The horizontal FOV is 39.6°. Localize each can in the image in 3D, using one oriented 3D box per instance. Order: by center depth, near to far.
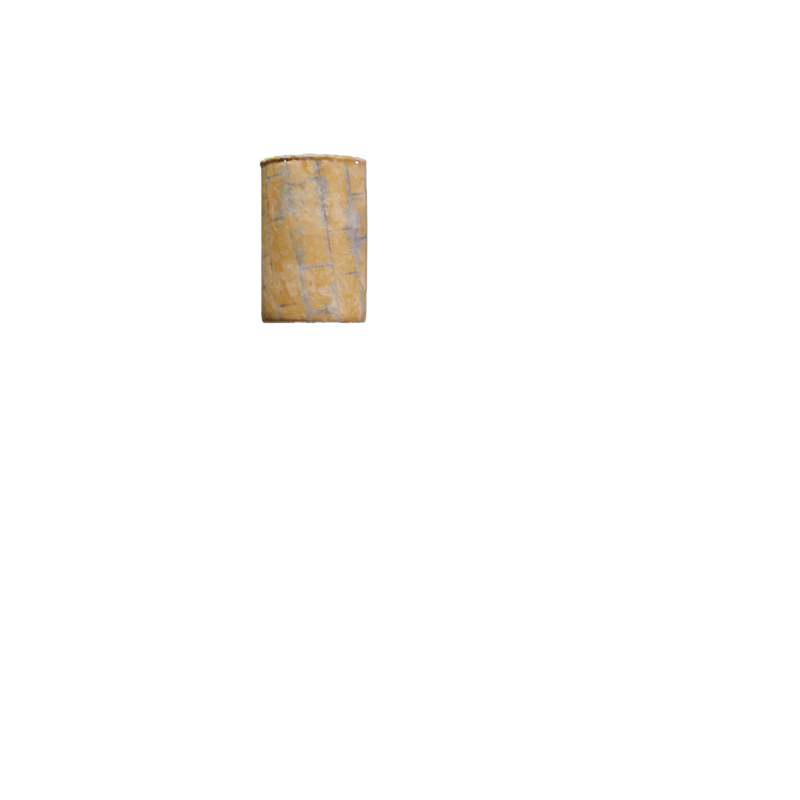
[{"bbox_3d":[-0.055,-0.100,0.698,0.068,0.103,0.068,0,-1,-2],"label":"can"}]
